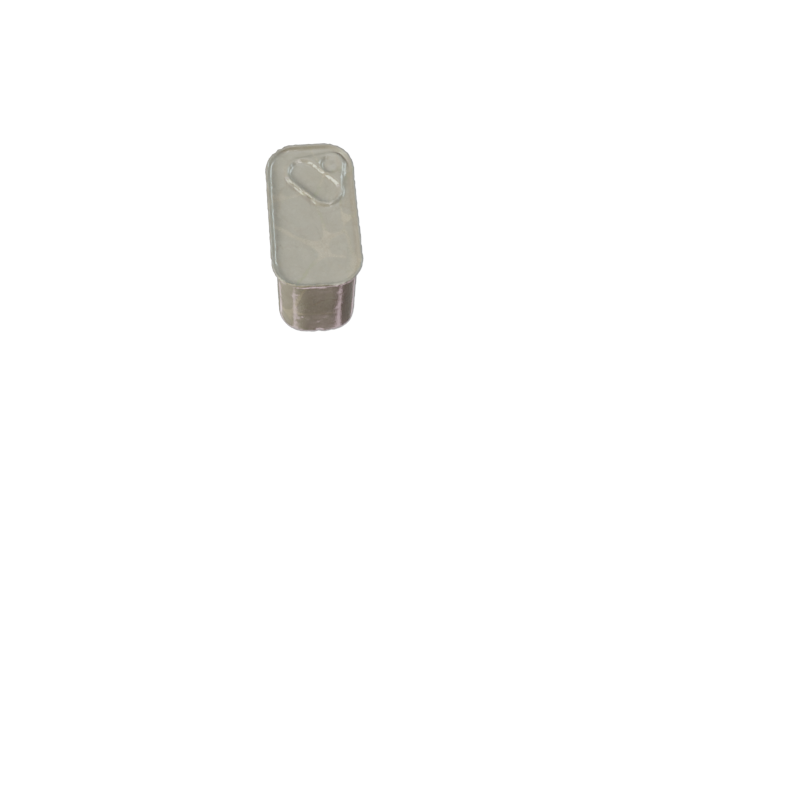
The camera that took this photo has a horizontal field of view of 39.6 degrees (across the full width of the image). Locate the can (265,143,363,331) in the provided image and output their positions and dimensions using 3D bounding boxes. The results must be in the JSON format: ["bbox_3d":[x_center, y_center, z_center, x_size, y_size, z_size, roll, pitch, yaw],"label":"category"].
[{"bbox_3d":[-0.058,-0.105,0.735,0.057,0.108,0.079,-4,-23,-5],"label":"can"}]
